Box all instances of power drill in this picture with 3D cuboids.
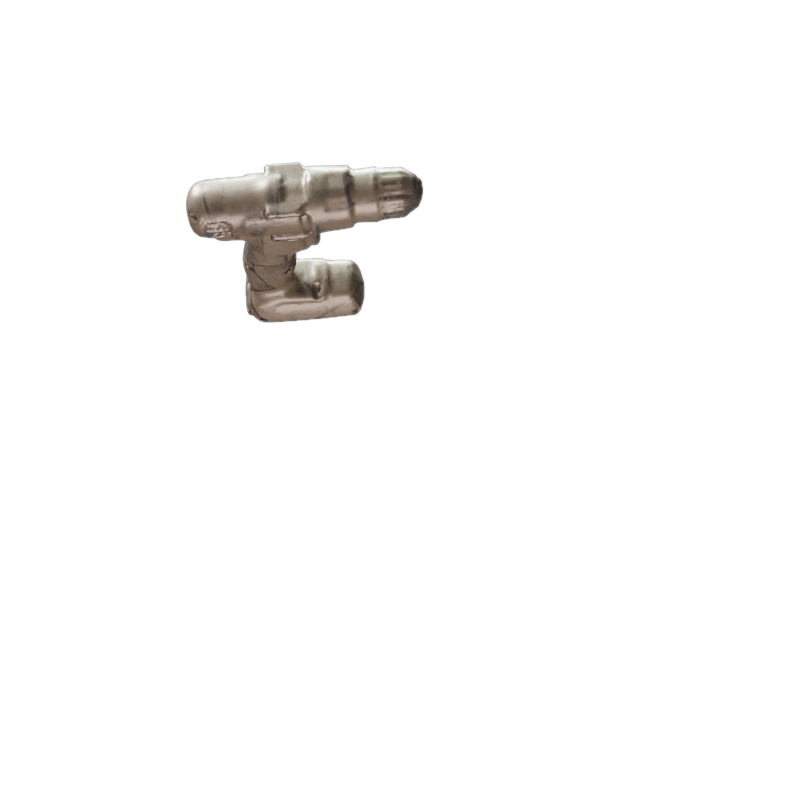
[{"bbox_3d":[-0.072,-0.132,0.922,0.185,0.061,0.176,-2,-25,4],"label":"power drill"}]
